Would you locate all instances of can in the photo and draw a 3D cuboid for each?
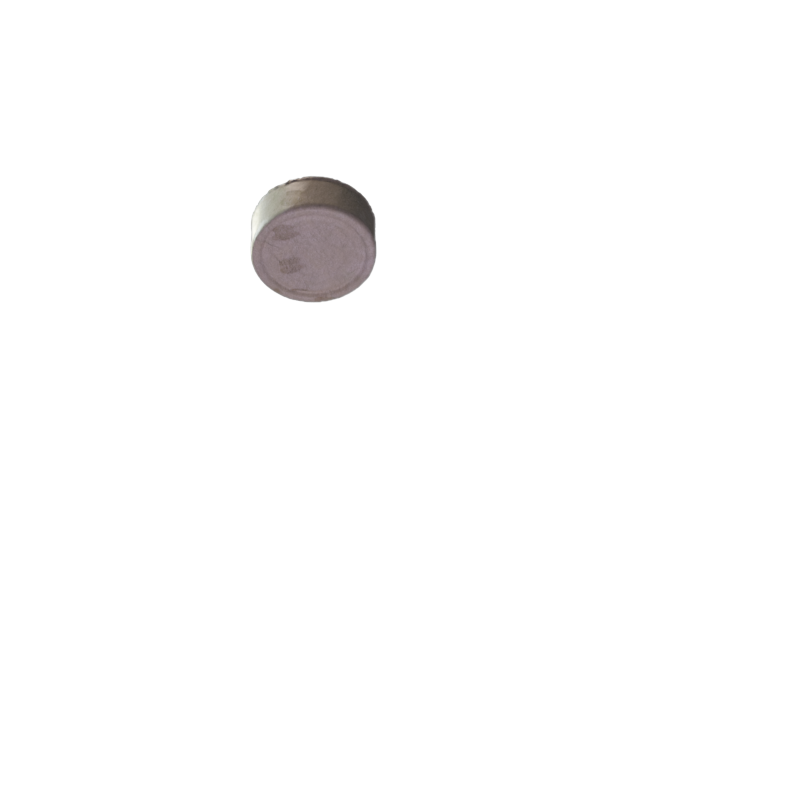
[{"bbox_3d":[-0.059,-0.107,0.748,0.086,0.080,0.036,1,43,-1],"label":"can"}]
